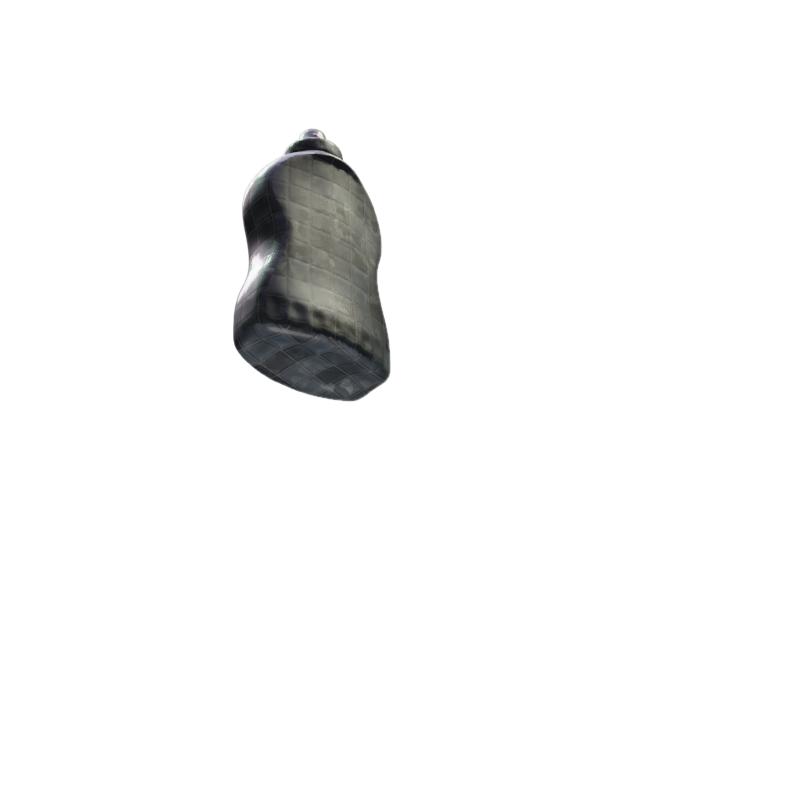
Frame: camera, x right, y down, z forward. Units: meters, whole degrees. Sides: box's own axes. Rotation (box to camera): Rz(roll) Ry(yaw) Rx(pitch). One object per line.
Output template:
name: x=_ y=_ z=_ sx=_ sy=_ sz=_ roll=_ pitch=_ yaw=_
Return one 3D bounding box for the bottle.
bottle: x=-0.055 y=-0.099 z=0.694 sx=0.091 sy=0.206 sz=0.057 roll=22 pitch=-44 yaw=-29
